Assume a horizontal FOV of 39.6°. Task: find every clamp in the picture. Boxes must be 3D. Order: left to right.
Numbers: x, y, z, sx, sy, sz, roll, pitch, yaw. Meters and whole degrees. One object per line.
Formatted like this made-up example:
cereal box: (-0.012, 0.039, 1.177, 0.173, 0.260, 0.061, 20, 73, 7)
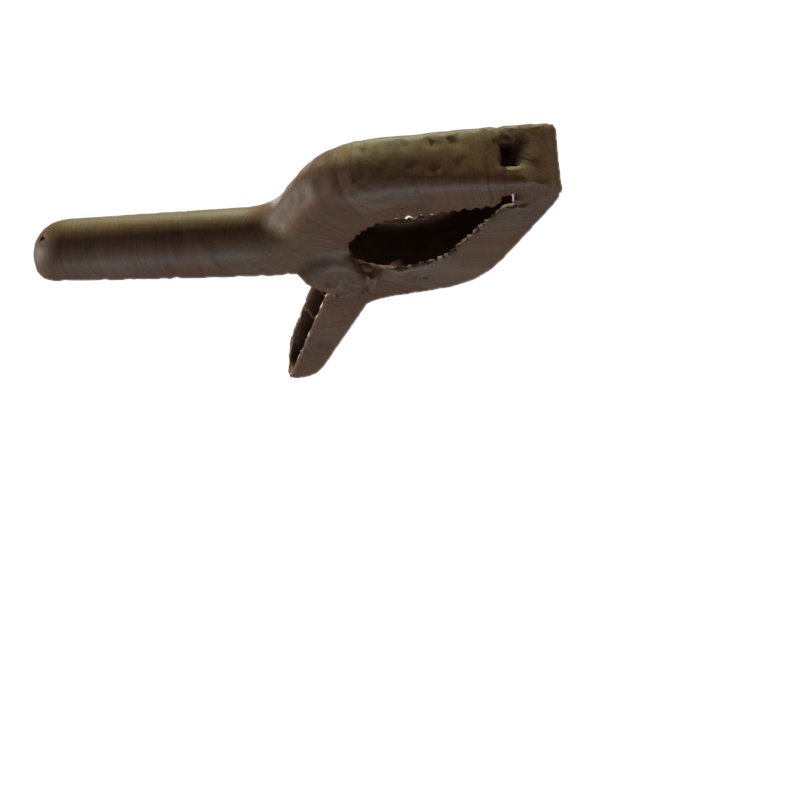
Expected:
clamp: (-0.035, -0.064, 0.446, 0.155, 0.038, 0.211, 18, -28, -40)
